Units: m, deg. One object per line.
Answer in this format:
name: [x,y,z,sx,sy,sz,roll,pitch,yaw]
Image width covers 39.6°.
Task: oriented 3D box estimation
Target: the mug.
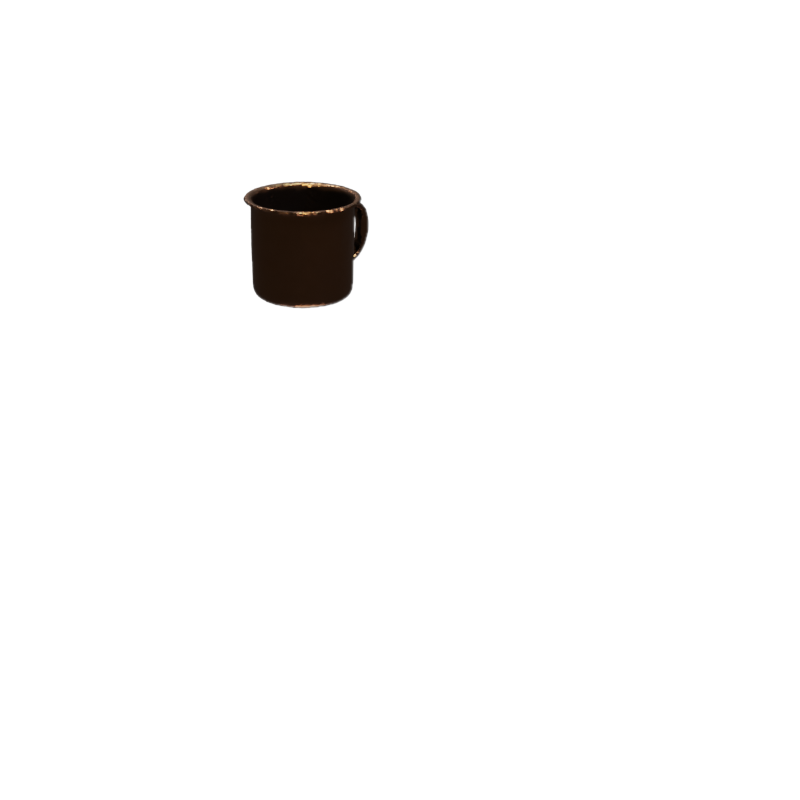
mug: [-0.070,-0.128,0.897,0.099,0.078,0.116,20,29,38]
